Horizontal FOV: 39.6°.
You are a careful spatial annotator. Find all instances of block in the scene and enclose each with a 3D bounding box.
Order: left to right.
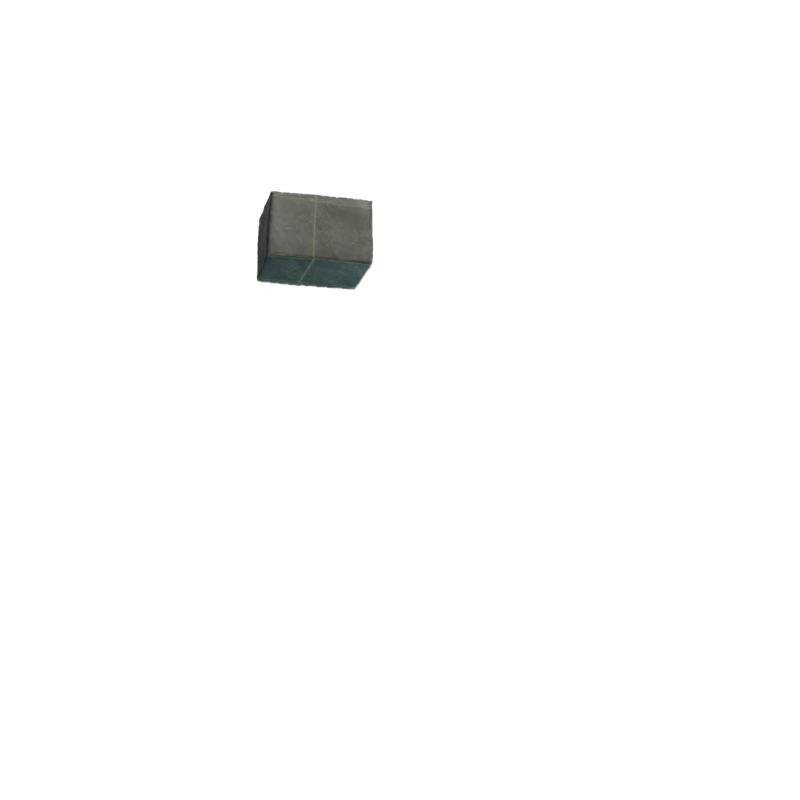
[{"bbox_3d":[-0.063,-0.116,0.810,0.076,0.054,0.051,4,-21,-13],"label":"block"}]
